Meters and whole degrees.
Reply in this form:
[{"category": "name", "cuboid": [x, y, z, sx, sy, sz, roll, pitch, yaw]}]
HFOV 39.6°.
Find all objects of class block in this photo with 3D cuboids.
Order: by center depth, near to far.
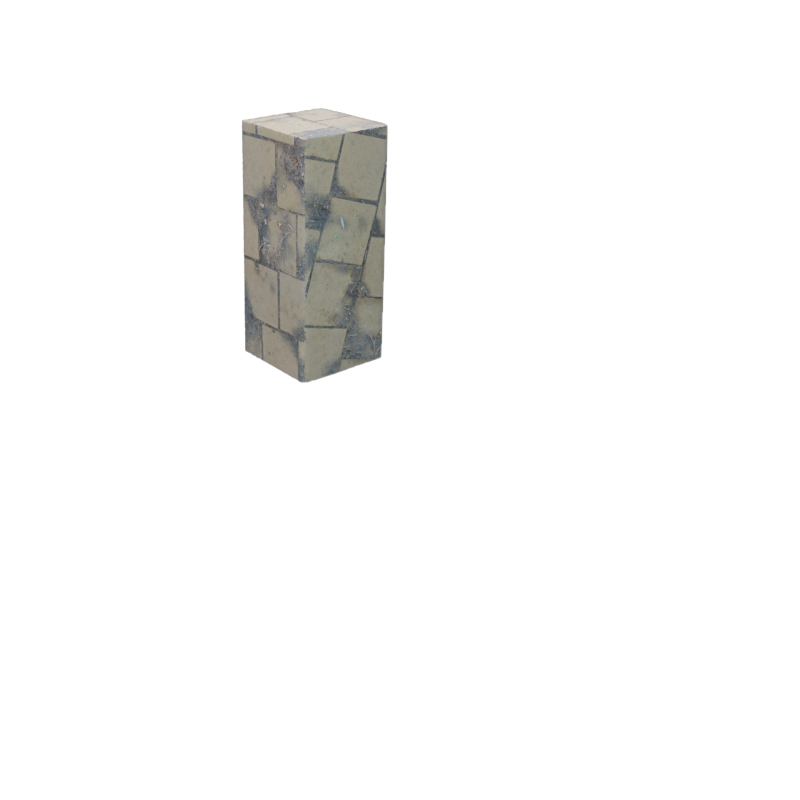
[{"category": "block", "cuboid": [-0.073, -0.134, 0.937, 0.088, 0.197, 0.096, -15, 25, -38]}]
